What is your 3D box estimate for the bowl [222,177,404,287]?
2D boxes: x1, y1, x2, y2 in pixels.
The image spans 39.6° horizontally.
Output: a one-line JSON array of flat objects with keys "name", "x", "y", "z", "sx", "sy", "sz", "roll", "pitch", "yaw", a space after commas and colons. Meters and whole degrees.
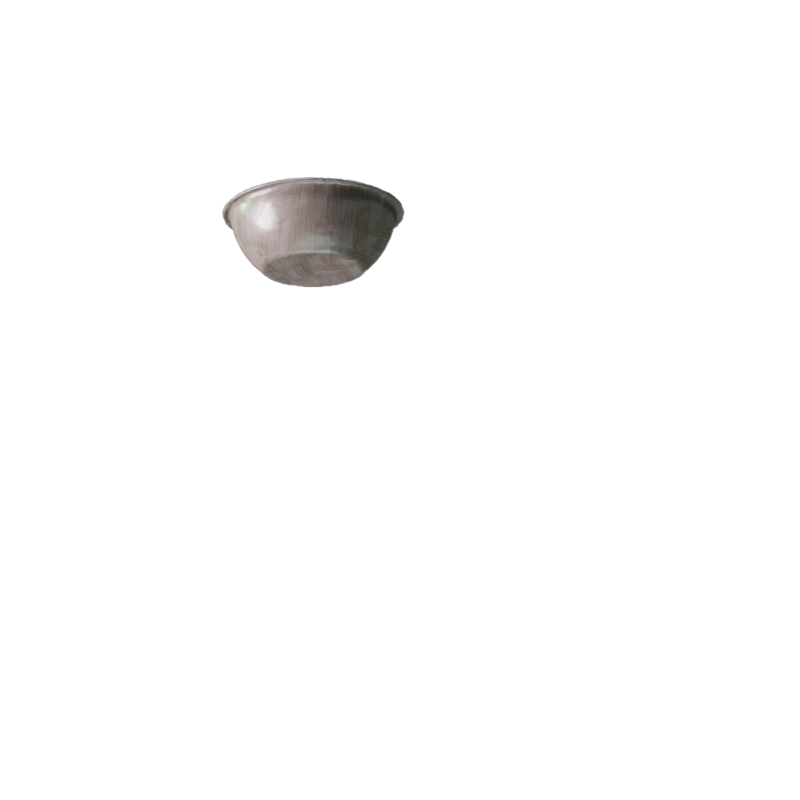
[{"name": "bowl", "x": -0.077, "y": -0.140, "z": 0.978, "sx": 0.162, "sy": 0.057, "sz": 0.156, "roll": 0, "pitch": -15, "yaw": -2}]
